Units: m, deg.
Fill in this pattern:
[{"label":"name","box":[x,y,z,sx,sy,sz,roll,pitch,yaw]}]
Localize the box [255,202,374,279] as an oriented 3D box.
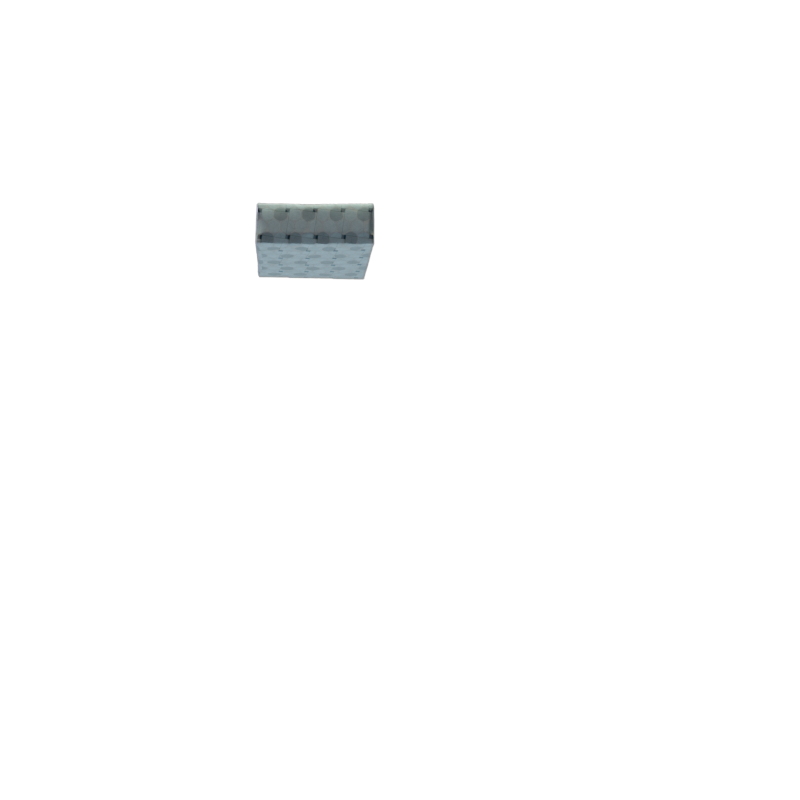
[{"label":"box","box":[-0.056,-0.102,0.718,0.073,0.031,0.087,0,-9,-4]}]
